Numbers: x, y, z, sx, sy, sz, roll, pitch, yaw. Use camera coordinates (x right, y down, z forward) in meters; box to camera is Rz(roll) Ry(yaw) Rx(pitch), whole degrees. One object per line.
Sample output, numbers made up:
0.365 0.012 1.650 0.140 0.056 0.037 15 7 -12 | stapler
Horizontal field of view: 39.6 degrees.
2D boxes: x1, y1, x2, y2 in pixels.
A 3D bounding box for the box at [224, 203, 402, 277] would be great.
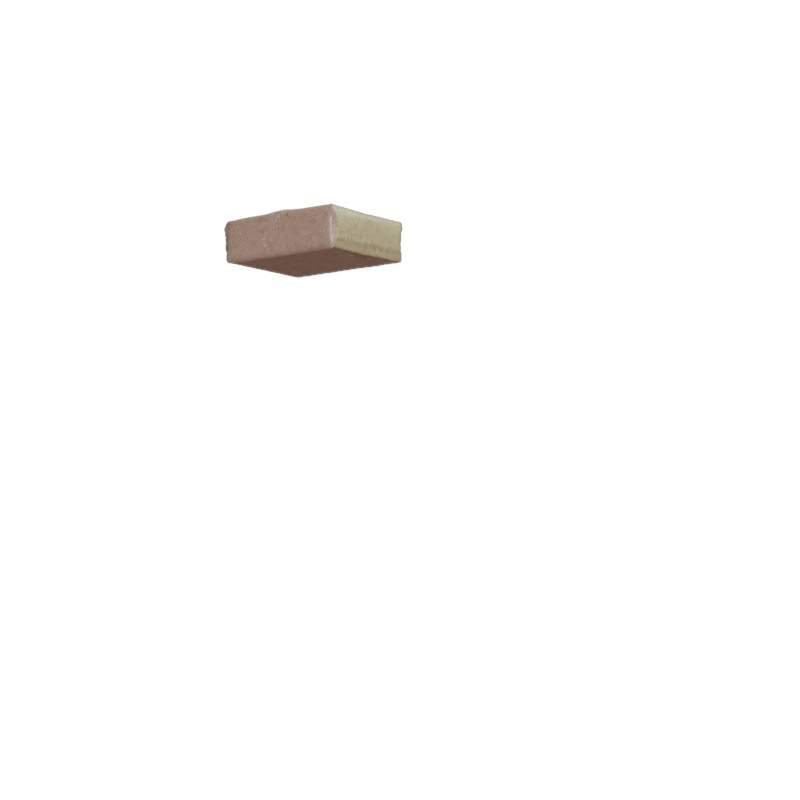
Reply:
-0.055 -0.100 0.704 0.092 0.031 0.070 -3 -5 37 | box
